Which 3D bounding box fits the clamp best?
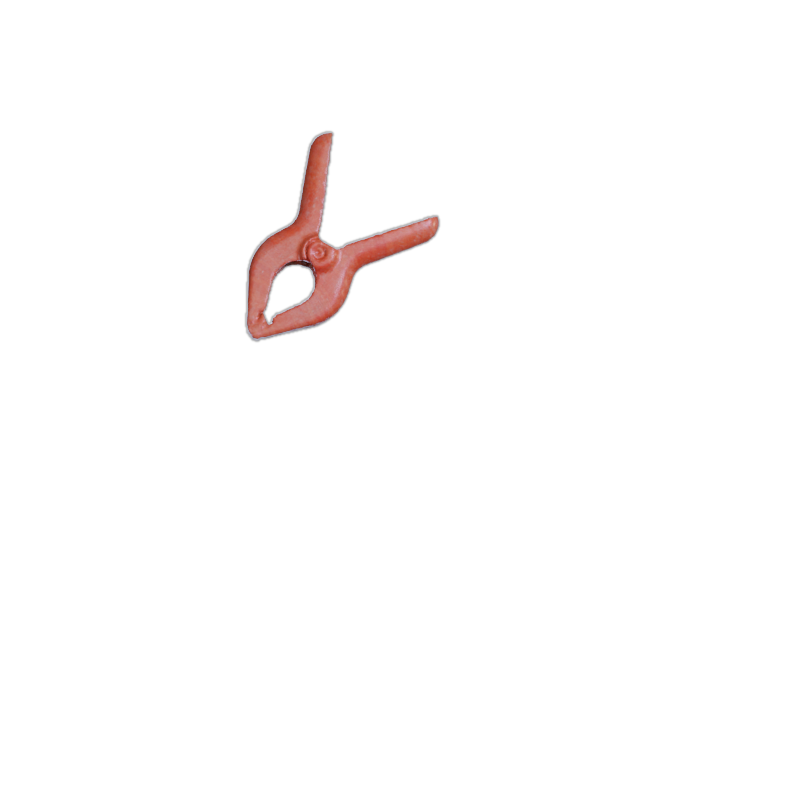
[{"bbox_3d":[-0.067,-0.123,0.862,0.173,0.124,0.038,-42,-11,-11],"label":"clamp"}]
